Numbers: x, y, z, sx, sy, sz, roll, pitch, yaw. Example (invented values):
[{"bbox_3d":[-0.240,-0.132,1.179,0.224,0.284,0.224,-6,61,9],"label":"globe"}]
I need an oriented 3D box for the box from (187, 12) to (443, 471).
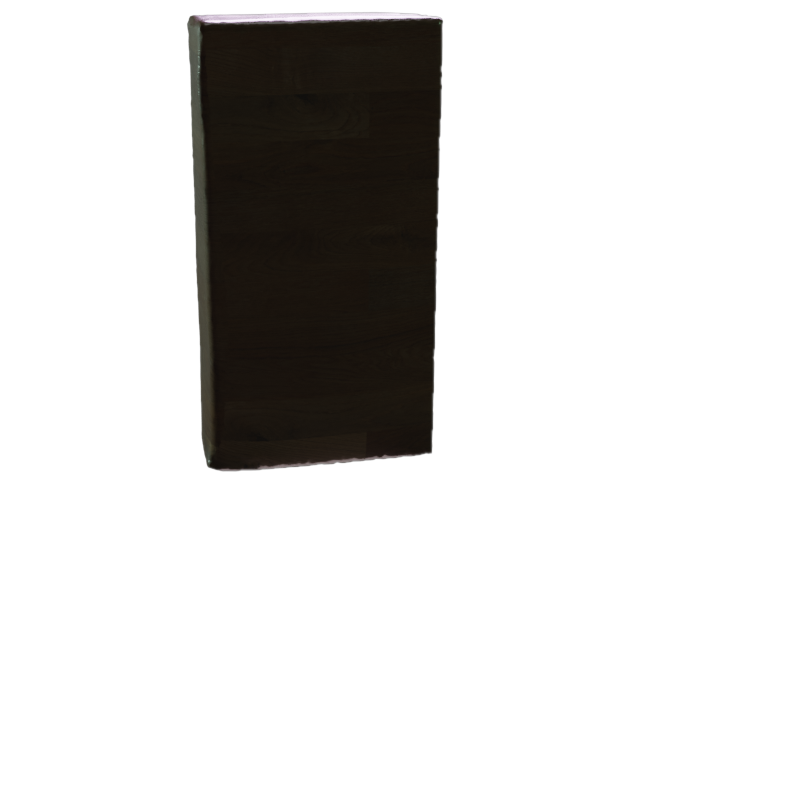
[{"bbox_3d":[-0.034,-0.062,0.437,0.092,0.171,0.050,-3,15,-14],"label":"box"}]
